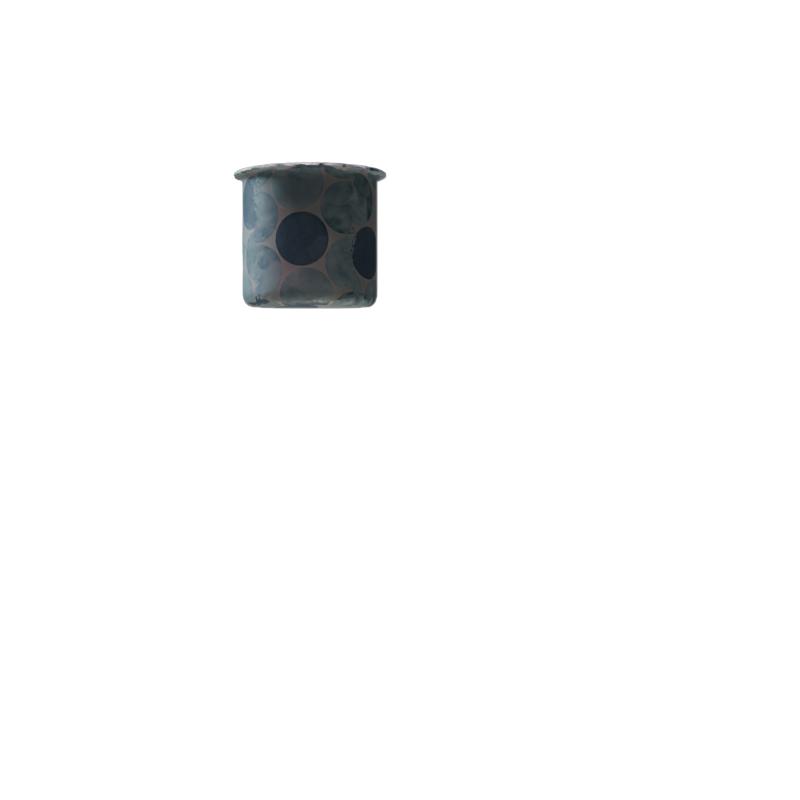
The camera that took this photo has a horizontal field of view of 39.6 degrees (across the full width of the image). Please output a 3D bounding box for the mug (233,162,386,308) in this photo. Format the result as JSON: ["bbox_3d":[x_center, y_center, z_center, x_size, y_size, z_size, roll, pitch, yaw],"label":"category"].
[{"bbox_3d":[-0.054,-0.098,0.684,0.094,0.082,0.115,0,0,6],"label":"mug"}]
